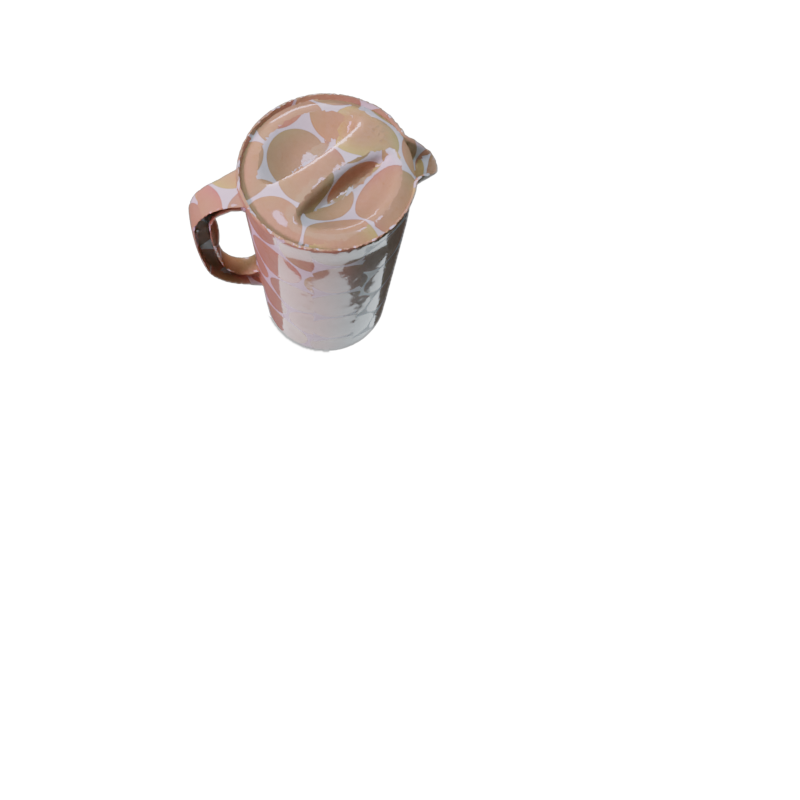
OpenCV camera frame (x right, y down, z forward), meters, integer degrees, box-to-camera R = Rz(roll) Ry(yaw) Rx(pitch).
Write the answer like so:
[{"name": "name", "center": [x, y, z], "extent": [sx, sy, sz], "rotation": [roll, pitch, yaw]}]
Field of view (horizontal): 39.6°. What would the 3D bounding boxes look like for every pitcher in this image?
[{"name": "pitcher", "center": [-0.071, -0.129, 0.906], "extent": [0.153, 0.149, 0.231], "rotation": [30, -20, 9]}]
